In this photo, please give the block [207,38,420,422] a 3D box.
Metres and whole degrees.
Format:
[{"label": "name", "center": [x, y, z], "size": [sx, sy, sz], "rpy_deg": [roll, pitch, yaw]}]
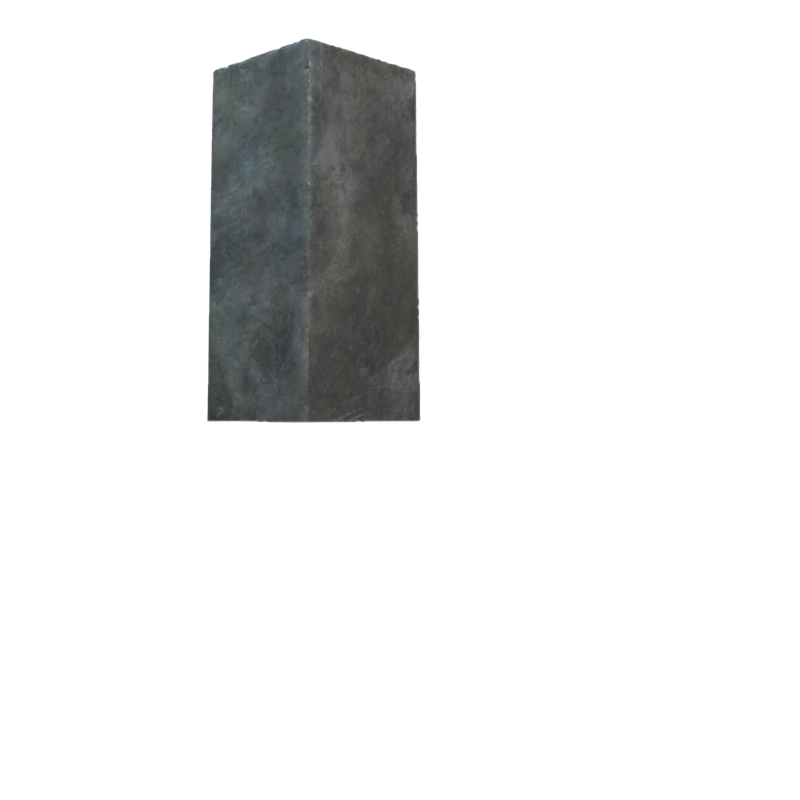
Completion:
[{"label": "block", "center": [-0.051, -0.092, 0.645], "size": [0.093, 0.210, 0.086], "rpy_deg": [-8, -10, 44]}]
